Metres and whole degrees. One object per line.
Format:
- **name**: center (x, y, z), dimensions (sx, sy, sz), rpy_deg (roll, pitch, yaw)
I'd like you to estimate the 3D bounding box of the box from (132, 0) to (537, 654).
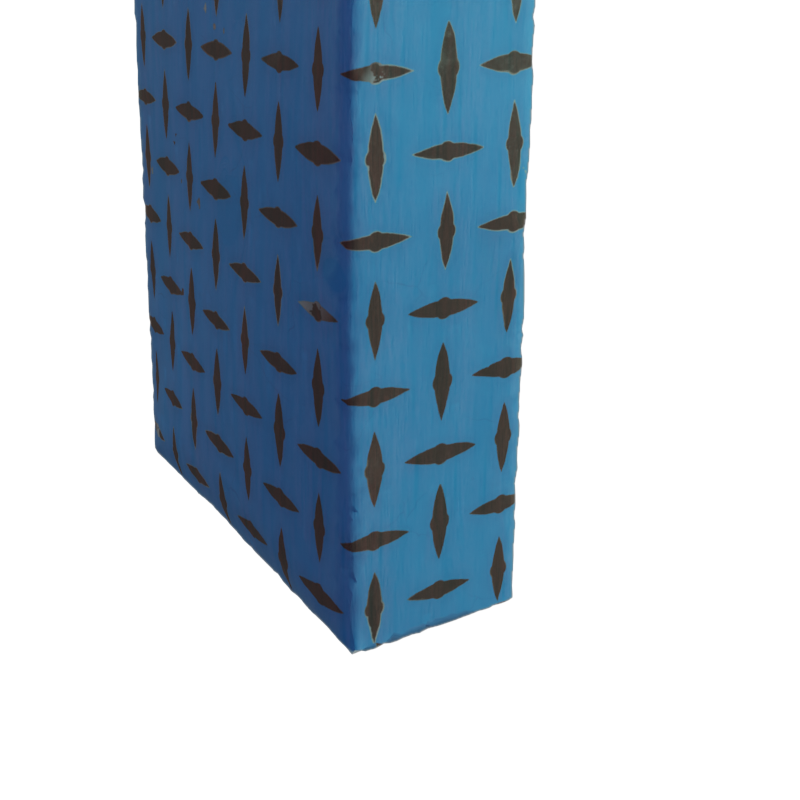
- **box**: center (-0.030, -0.055, 0.384), dimensions (0.070, 0.206, 0.175), rpy_deg (-8, 20, -30)
